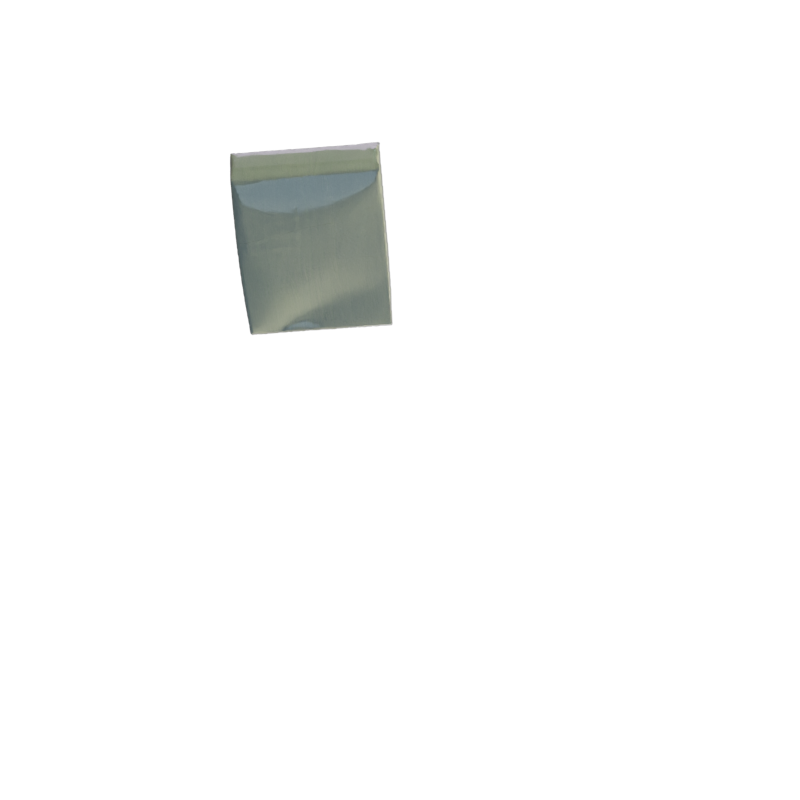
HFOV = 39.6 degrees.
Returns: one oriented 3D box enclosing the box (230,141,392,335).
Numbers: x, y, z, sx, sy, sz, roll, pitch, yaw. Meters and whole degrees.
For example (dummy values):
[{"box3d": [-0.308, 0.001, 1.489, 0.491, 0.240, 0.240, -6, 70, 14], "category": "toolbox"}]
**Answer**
[{"box3d": [-0.052, -0.095, 0.665, 0.090, 0.106, 0.042, -4, 35, 2], "category": "box"}]
